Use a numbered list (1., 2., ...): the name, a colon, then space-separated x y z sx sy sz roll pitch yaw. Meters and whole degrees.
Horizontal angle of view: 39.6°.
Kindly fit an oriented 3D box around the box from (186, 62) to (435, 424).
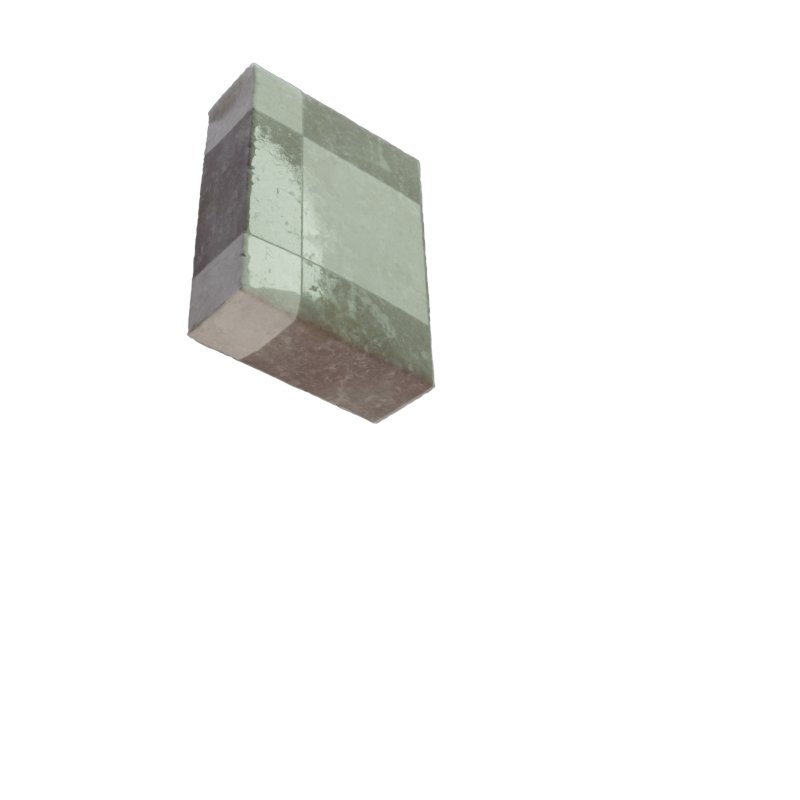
1. box: -0.061 -0.112 0.782 0.155 0.229 0.071 25 -46 -31
